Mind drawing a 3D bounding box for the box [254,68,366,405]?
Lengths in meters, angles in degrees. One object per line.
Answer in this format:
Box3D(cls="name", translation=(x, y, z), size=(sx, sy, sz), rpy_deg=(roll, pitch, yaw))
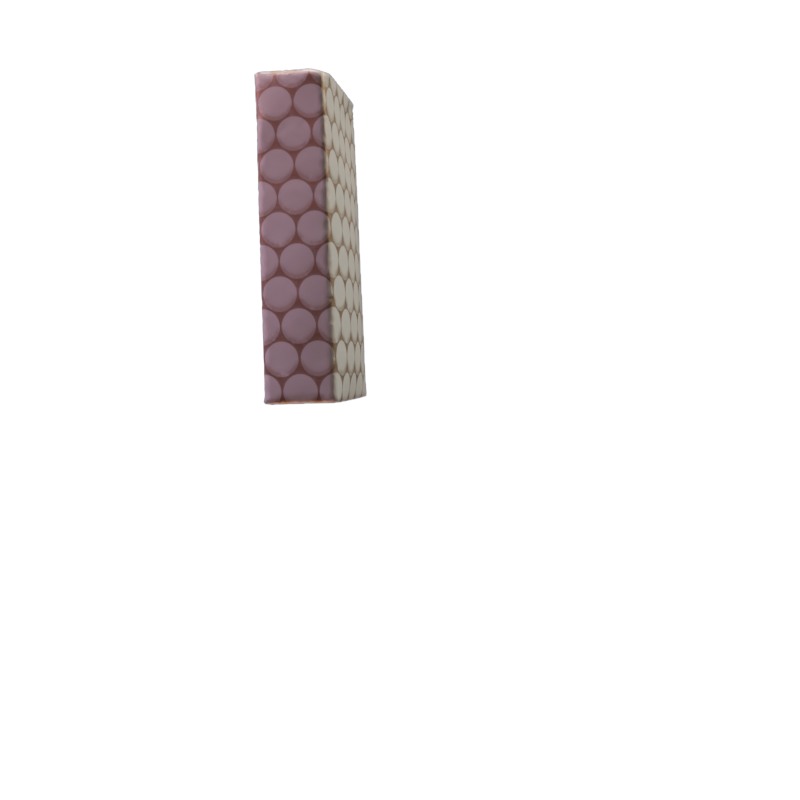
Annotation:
Box3D(cls="box", translation=(-0.048, -0.088, 0.617), size=(0.049, 0.178, 0.091), rpy_deg=(-1, -4, 9))
